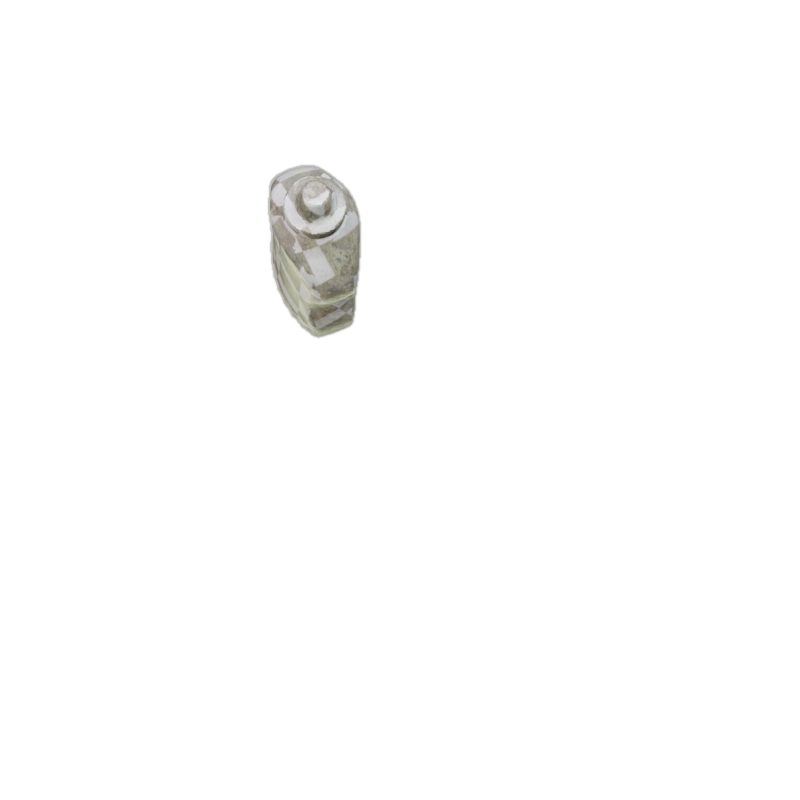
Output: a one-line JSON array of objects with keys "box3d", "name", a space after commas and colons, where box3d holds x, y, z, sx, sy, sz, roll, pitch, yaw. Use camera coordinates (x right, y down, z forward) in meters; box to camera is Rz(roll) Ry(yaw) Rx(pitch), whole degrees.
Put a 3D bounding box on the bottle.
[{"box3d": [-0.061, -0.112, 0.783, 0.058, 0.100, 0.185, -18, -11, -7], "name": "bottle"}]
